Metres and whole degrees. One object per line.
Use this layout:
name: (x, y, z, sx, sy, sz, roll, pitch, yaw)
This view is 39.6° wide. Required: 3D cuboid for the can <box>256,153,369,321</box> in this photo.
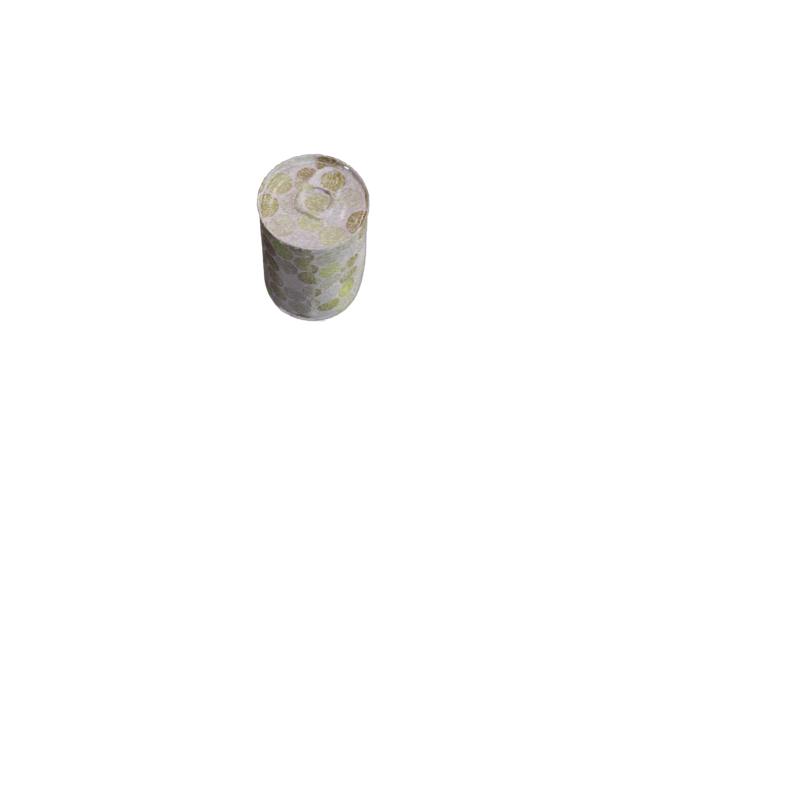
can: (-0.056, -0.101, 0.710, 0.068, 0.073, 0.097, 0, -25, -3)
